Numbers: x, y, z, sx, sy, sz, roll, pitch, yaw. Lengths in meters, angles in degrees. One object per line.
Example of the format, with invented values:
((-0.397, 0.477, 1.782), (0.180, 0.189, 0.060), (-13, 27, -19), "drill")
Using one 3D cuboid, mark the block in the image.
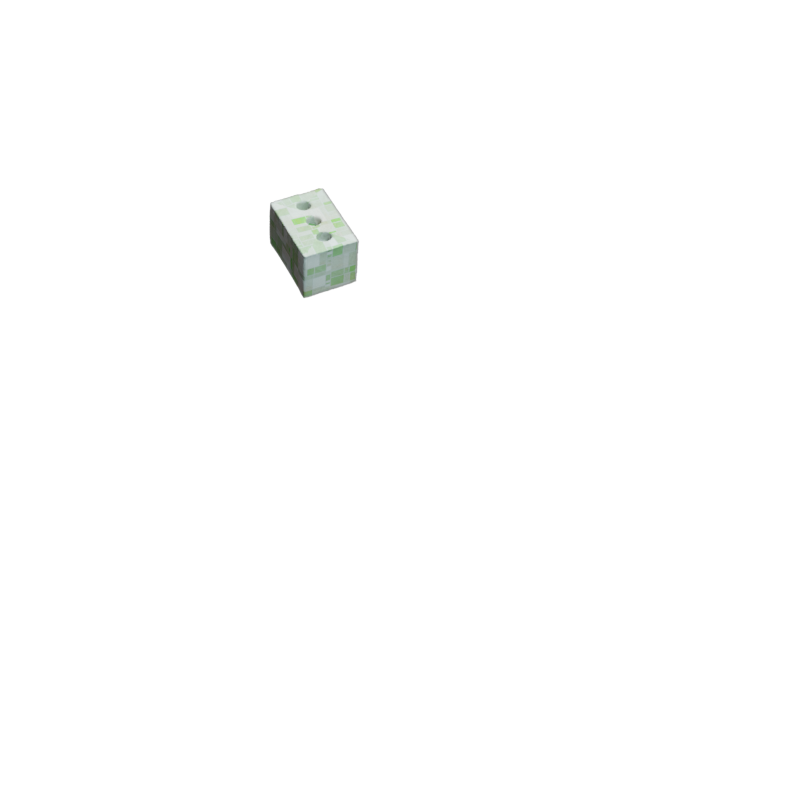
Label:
((-0.075, -0.137, 0.962), (0.052, 0.048, 0.084), (-18, 50, -18), "block")
